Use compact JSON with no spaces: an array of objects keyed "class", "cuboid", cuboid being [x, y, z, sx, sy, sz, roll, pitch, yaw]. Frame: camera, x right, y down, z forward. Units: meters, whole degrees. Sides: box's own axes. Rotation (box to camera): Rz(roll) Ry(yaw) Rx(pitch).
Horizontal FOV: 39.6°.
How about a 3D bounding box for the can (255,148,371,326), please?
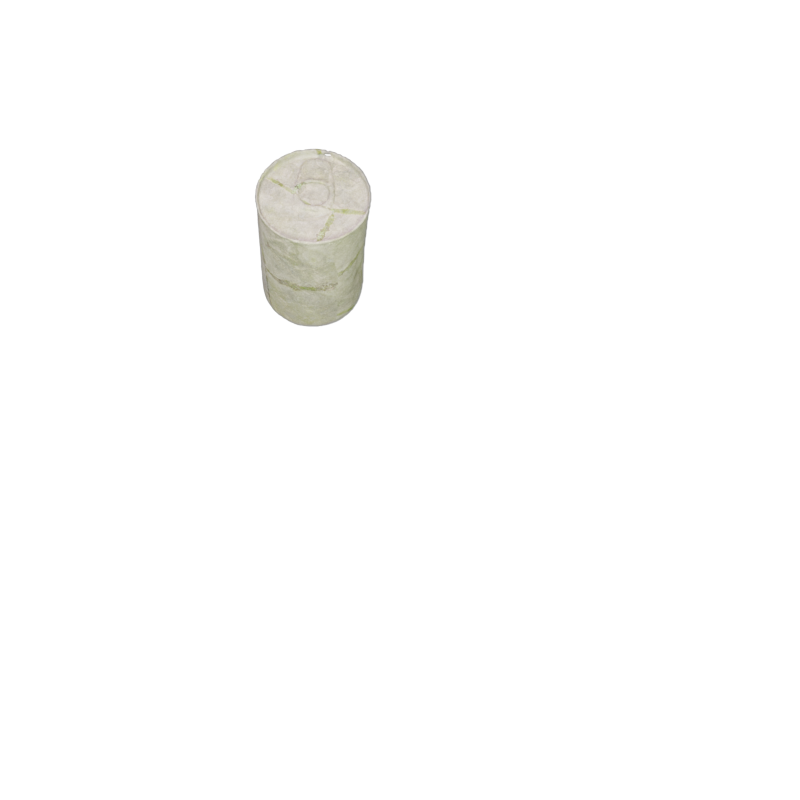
[{"class":"can","cuboid":[-0.054,-0.098,0.687,0.068,0.073,0.096,0,-28,-3]}]
